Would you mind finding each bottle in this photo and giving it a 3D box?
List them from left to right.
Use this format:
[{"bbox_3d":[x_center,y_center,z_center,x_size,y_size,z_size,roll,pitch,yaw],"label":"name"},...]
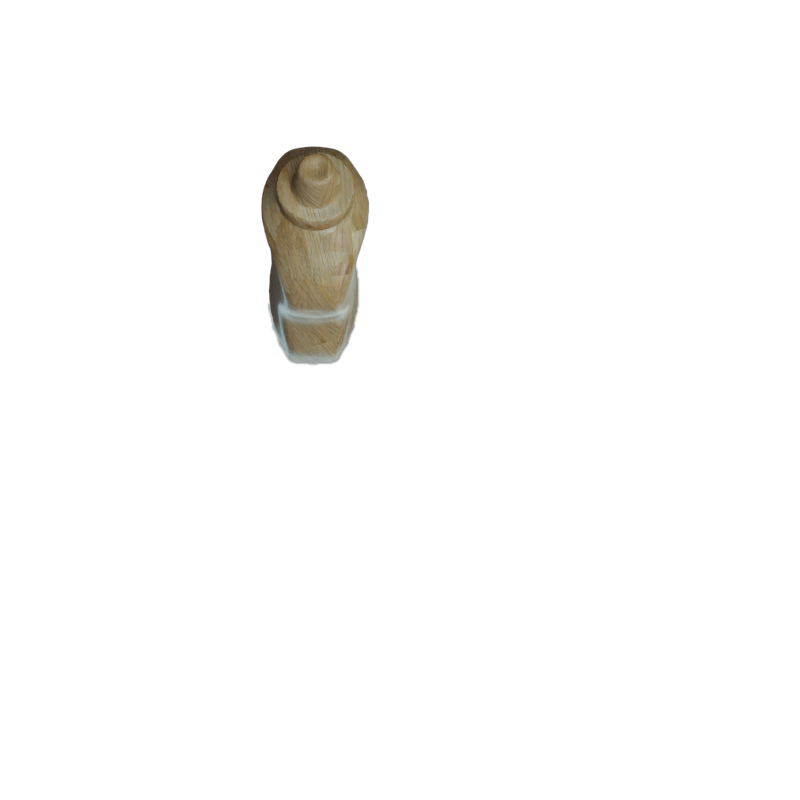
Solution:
[{"bbox_3d":[-0.049,-0.091,0.637,0.058,0.100,0.184,2,-17,-4],"label":"bottle"}]
